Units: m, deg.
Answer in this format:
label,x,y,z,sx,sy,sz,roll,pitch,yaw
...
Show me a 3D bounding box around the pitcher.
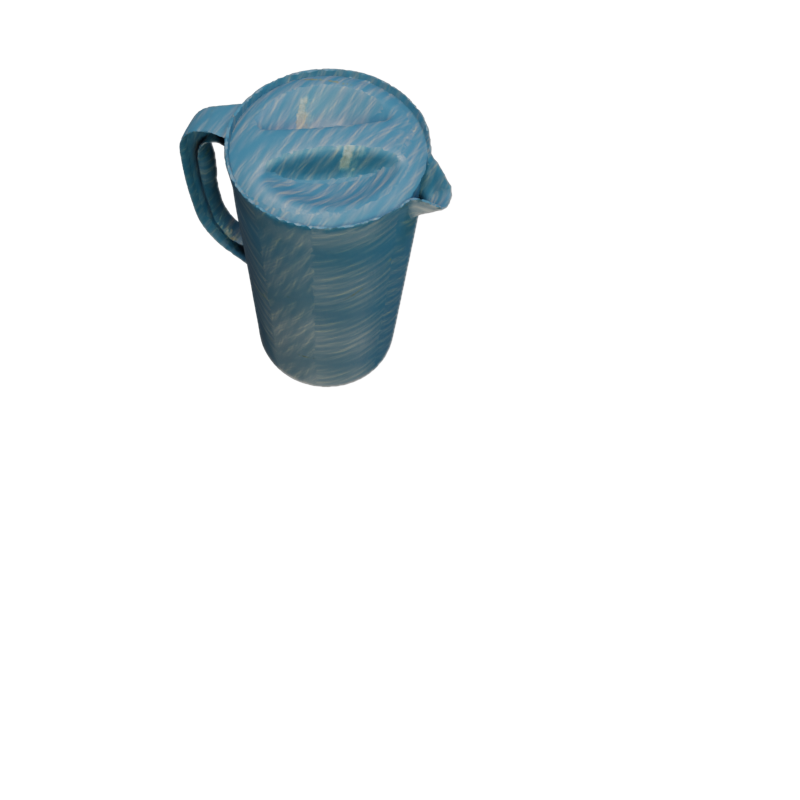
label,x,y,z,sx,sy,sz,roll,pitch,yaw
pitcher,-0.063,-0.114,0.800,0.144,0.160,0.228,-21,-27,-15
